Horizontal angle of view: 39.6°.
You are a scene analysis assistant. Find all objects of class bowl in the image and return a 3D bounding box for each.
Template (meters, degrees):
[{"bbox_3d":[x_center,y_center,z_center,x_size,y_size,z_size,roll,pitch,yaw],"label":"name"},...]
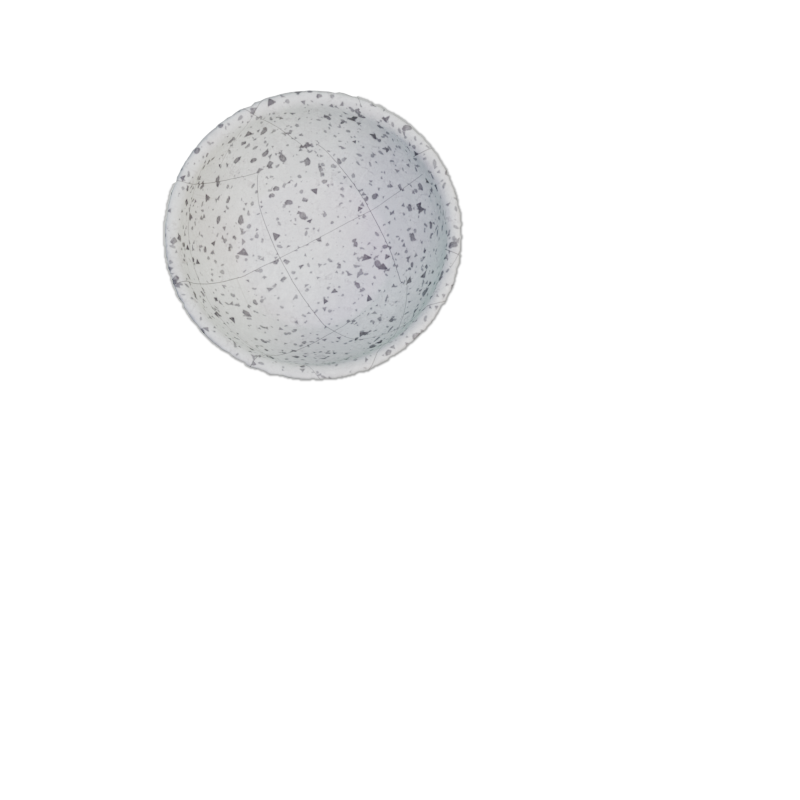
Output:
[{"bbox_3d":[-0.049,-0.089,0.623,0.162,0.167,0.053,0,-12,-1],"label":"bowl"}]
